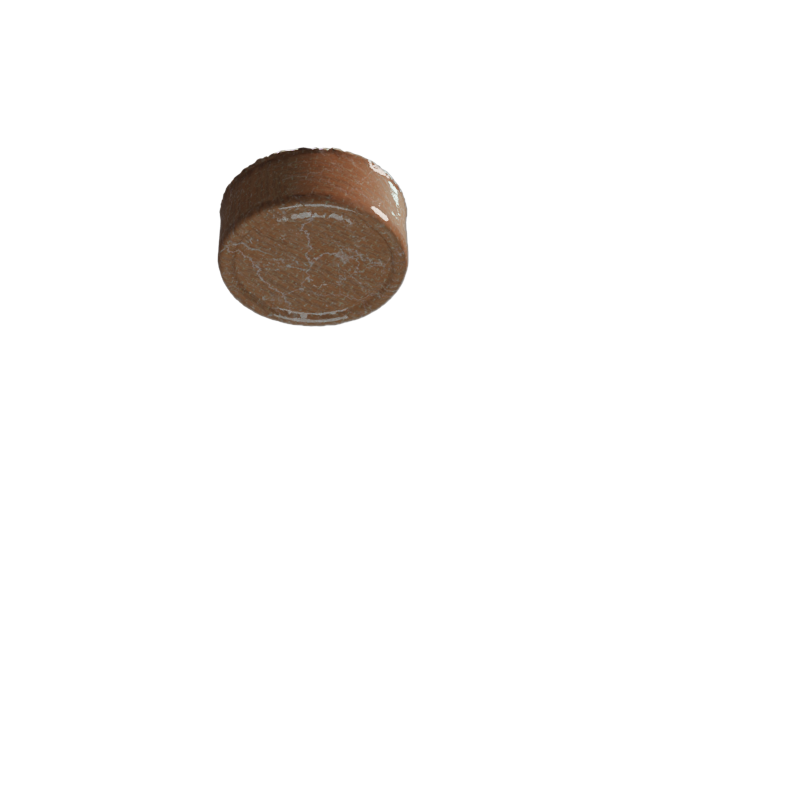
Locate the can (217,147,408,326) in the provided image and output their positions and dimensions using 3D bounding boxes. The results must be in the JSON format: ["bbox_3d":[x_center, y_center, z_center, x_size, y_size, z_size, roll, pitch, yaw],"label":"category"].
[{"bbox_3d":[-0.039,-0.071,0.497,0.086,0.036,0.080,1,-38,-2],"label":"can"}]
